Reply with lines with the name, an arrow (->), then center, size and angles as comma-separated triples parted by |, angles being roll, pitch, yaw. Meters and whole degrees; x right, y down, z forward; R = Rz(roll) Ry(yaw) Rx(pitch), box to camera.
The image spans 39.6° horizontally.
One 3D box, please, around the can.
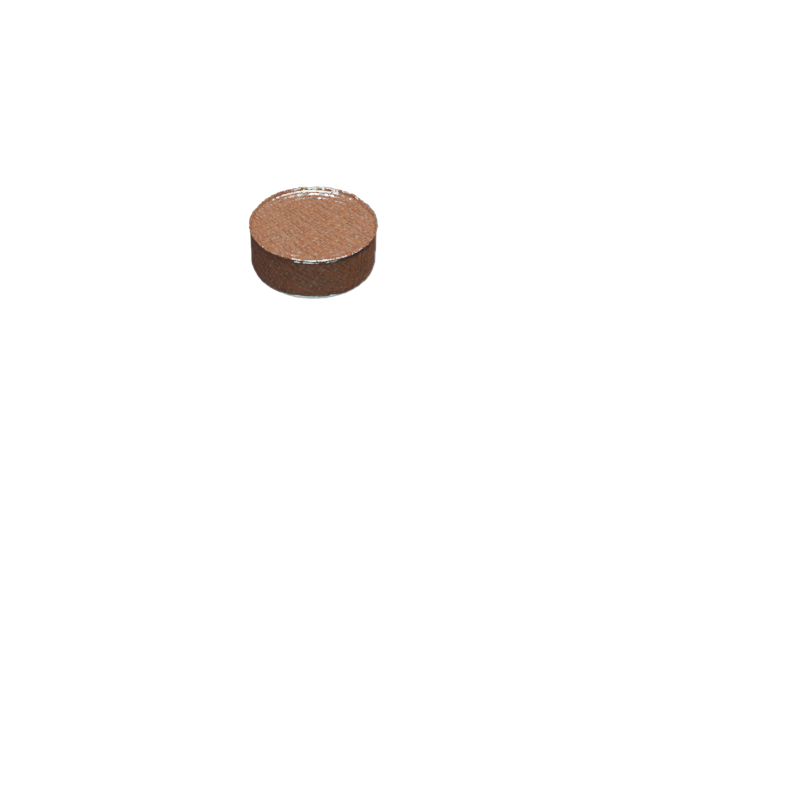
can -> -0.058, -0.106, 0.745 | 0.086, 0.031, 0.092 | -1, 41, -2
